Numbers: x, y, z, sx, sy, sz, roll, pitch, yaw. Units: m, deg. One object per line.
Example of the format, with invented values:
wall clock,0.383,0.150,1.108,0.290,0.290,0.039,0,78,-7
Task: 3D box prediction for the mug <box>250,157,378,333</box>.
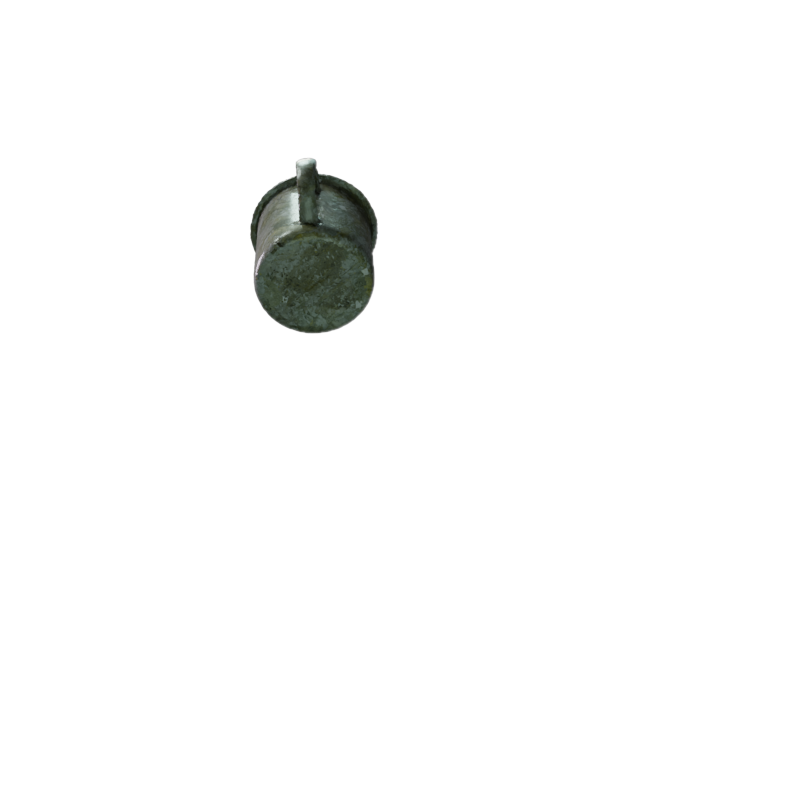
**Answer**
mug,-0.060,-0.110,0.768,0.093,0.110,0.087,-2,30,-1
